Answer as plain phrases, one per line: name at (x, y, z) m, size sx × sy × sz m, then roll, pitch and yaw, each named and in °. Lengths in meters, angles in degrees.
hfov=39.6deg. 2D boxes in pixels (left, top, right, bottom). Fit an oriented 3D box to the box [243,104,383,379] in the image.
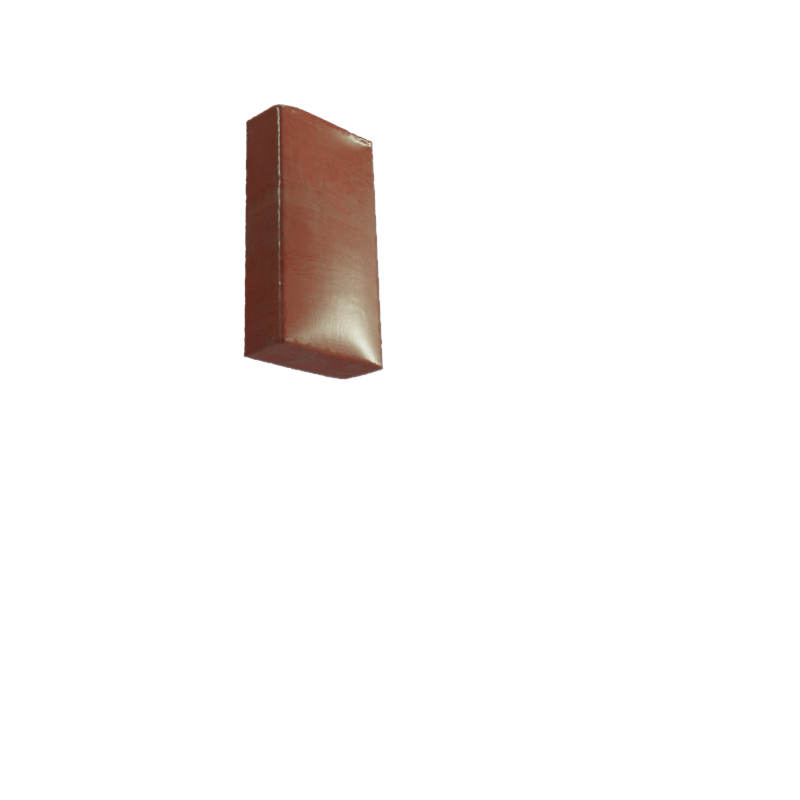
box at (-0.059, -0.109, 0.760) m, size 0.088 × 0.185 × 0.048 m, roll 17°, pitch -27°, yaw -41°
